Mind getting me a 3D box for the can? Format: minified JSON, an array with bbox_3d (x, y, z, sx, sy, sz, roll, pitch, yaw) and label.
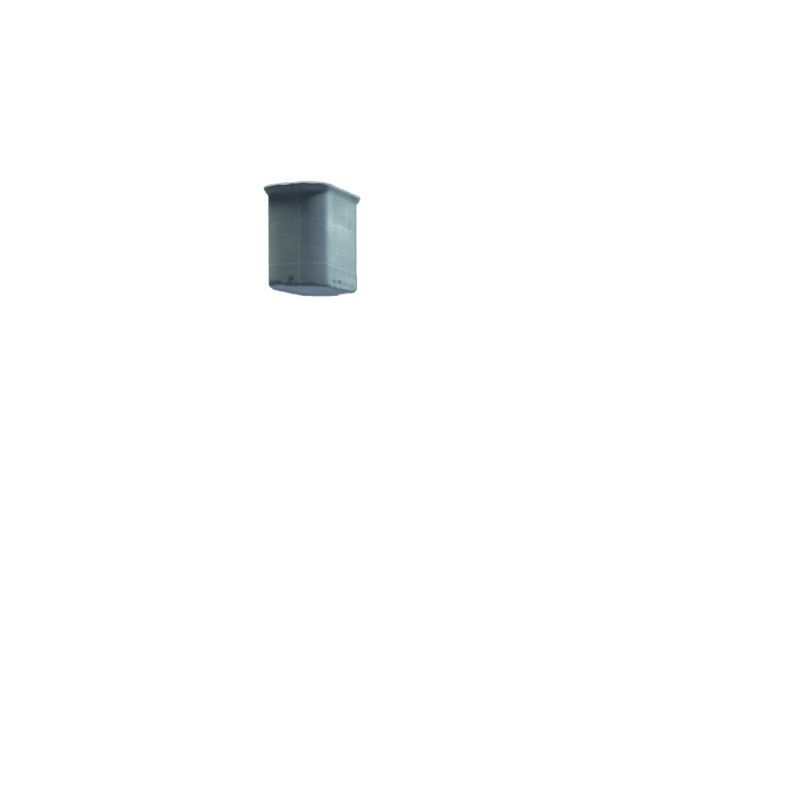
[{"bbox_3d":[-0.072,-0.131,0.917,0.059,0.085,0.098,-2,-3,20],"label":"can"}]
